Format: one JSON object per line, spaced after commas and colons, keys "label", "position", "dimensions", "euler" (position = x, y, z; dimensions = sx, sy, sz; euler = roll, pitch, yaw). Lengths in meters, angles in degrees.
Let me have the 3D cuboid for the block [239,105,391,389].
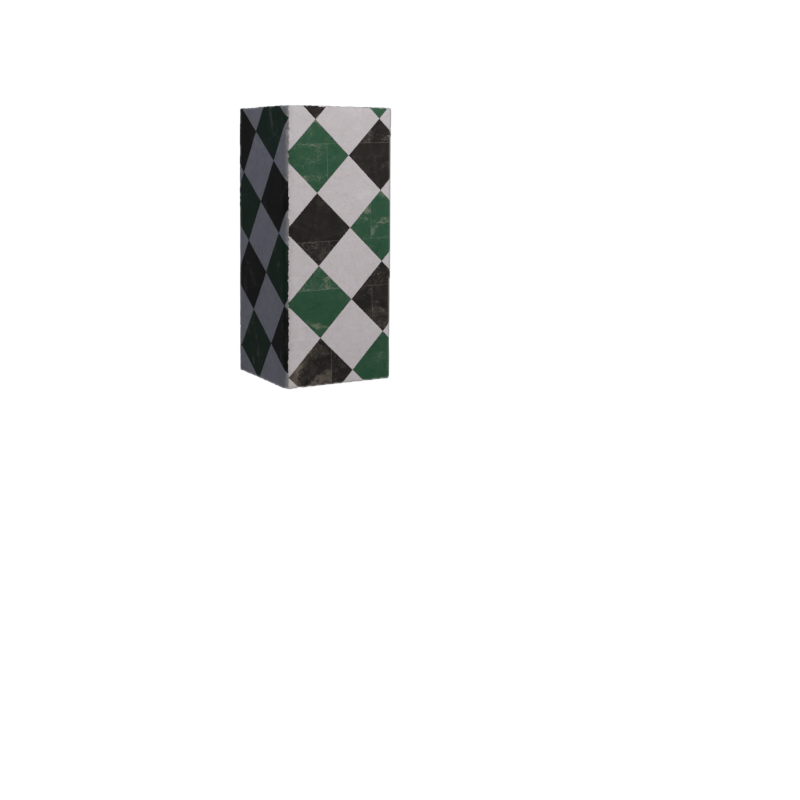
{"label": "block", "position": [-0.067, -0.123, 0.858], "dimensions": [0.088, 0.204, 0.094], "euler": [-3, 7, -30]}
